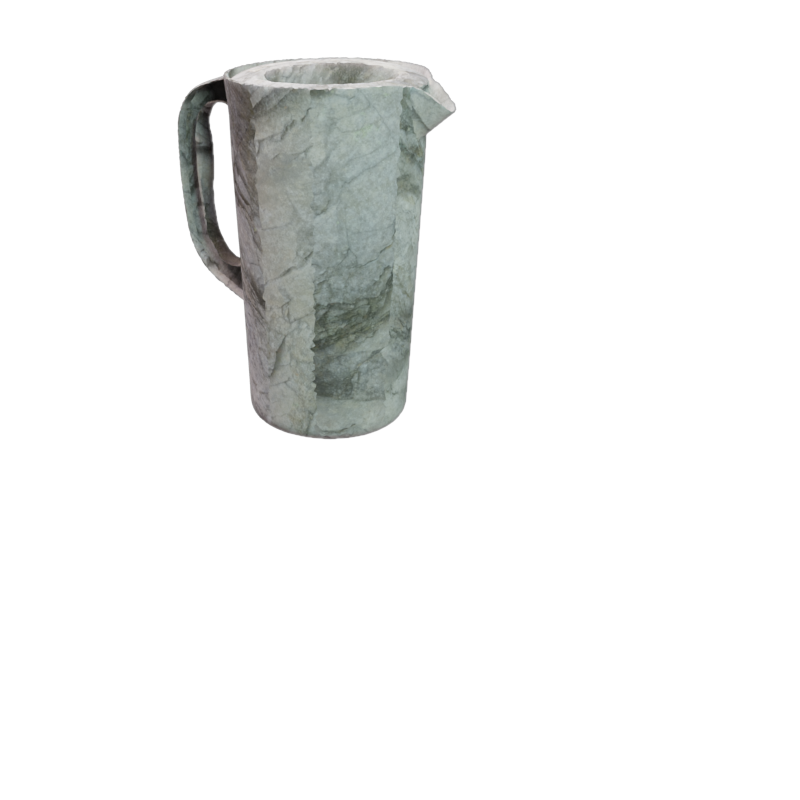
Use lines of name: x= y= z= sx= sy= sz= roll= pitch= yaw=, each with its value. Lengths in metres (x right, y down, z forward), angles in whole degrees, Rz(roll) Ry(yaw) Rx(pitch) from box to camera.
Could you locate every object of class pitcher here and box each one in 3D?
pitcher: x=-0.058 y=-0.106 z=0.740 sx=0.142 sy=0.233 sz=0.159 roll=-8 pitch=22 yaw=-25
